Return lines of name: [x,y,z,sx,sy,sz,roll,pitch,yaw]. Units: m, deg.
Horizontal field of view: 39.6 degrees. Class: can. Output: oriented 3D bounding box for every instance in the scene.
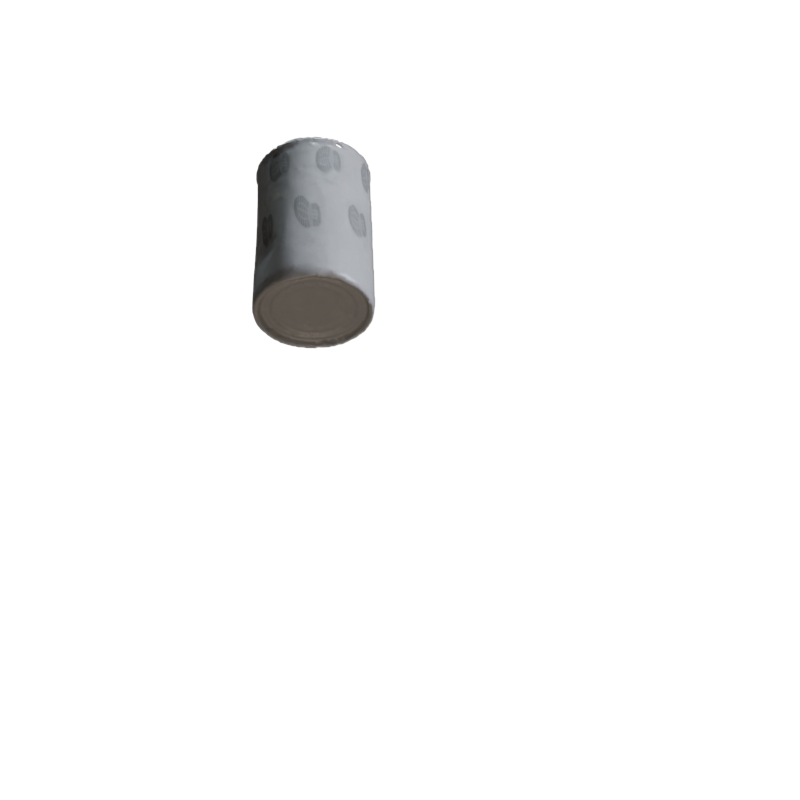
can: [-0.049,-0.089,0.625,0.068,0.110,0.064,-1,-37,-3]
